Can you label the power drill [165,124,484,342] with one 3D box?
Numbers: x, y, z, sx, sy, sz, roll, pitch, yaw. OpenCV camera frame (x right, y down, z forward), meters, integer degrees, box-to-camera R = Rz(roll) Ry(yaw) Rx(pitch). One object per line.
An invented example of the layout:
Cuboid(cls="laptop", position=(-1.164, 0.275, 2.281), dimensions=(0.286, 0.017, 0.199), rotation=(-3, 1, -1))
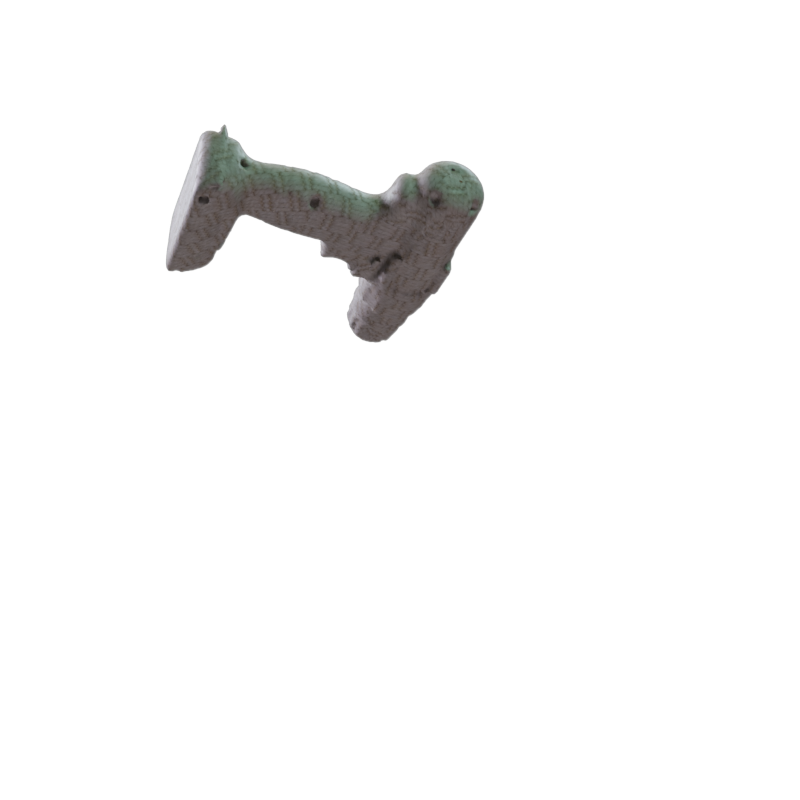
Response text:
Cuboid(cls="power drill", position=(-0.058, -0.107, 0.747), dimensions=(0.183, 0.061, 0.177), rotation=(10, -34, -15))
